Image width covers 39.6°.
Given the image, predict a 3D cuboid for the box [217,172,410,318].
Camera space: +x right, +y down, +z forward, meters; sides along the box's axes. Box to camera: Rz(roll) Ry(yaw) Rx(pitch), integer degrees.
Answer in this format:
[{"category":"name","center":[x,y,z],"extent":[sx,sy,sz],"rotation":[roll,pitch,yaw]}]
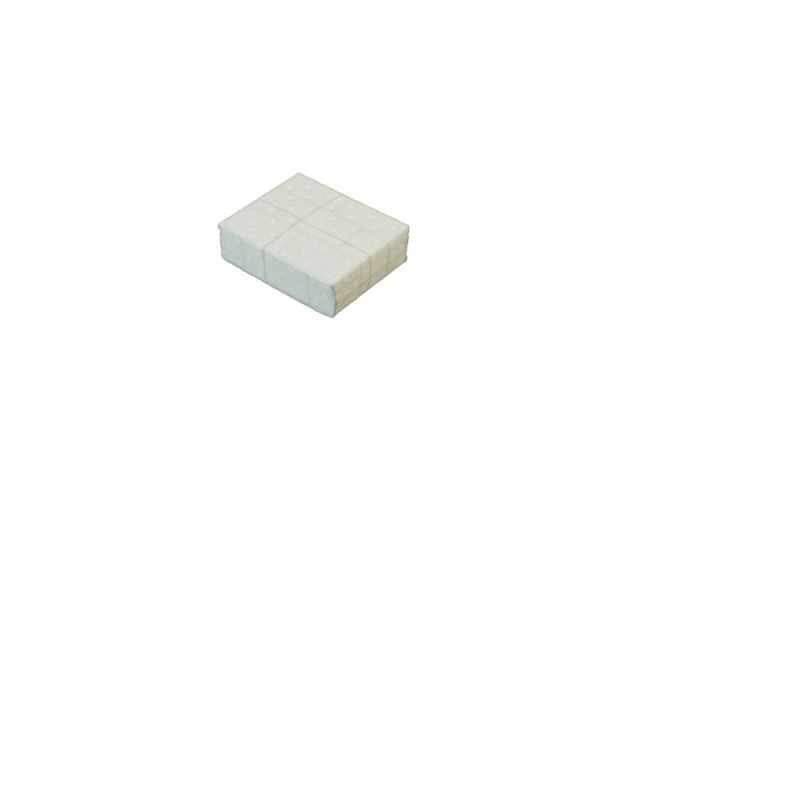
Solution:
[{"category":"box","center":[-0.064,-0.117,0.817],"extent":[0.120,0.036,0.091],"rotation":[30,51,28]}]
